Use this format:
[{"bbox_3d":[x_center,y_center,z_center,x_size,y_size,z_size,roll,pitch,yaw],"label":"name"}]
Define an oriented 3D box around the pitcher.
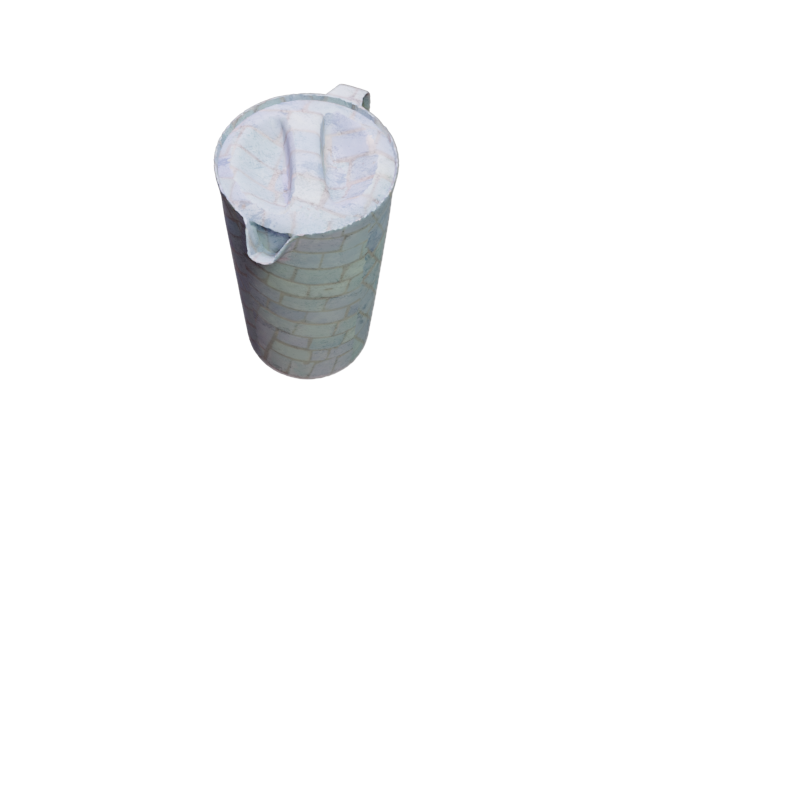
[{"bbox_3d":[-0.070,-0.128,0.894,0.148,0.155,0.228,-20,-28,-15],"label":"pitcher"}]
